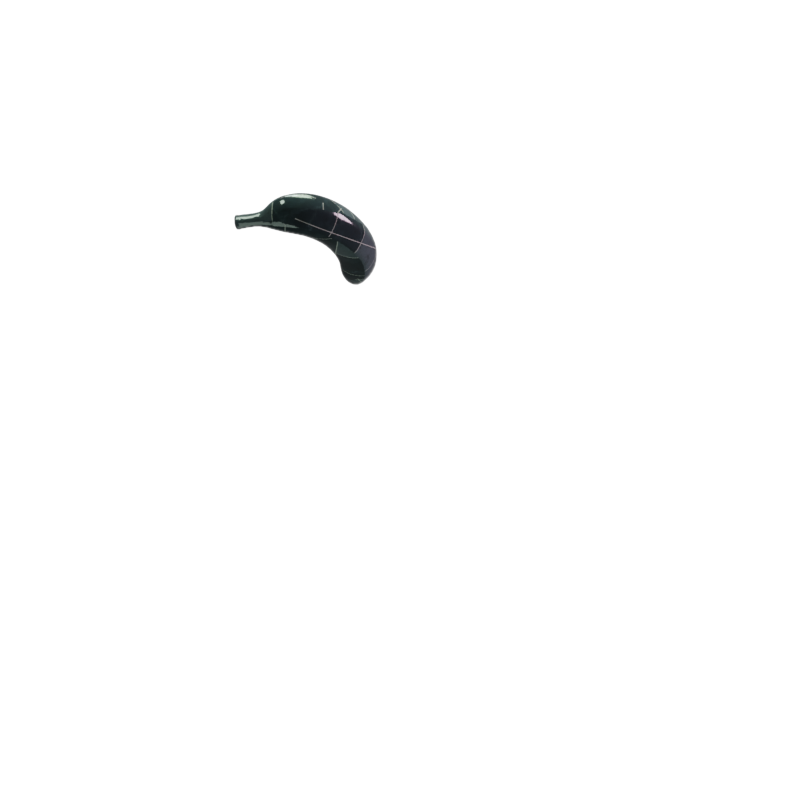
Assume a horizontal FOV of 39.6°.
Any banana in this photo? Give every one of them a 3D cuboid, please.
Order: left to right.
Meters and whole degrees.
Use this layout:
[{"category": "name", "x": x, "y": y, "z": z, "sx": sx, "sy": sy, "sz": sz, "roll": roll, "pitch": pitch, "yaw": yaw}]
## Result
[{"category": "banana", "x": -0.063, "y": -0.145, "z": 0.982, "sx": 0.071, "sy": 0.038, "sz": 0.185, "roll": -9, "pitch": -17, "yaw": 29}]
